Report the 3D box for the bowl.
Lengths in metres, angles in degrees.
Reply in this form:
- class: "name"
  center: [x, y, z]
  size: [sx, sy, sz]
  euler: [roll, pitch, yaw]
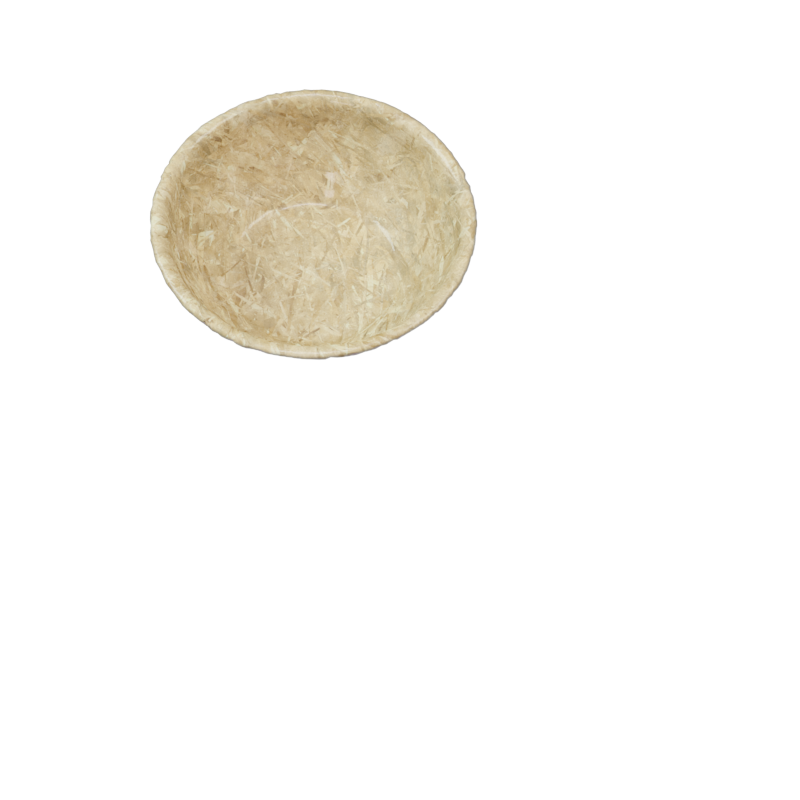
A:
- class: "bowl"
  center: [-0.045, -0.081, 0.569]
  size: [0.162, 0.173, 0.052]
  euler: [-1, -31, -1]
